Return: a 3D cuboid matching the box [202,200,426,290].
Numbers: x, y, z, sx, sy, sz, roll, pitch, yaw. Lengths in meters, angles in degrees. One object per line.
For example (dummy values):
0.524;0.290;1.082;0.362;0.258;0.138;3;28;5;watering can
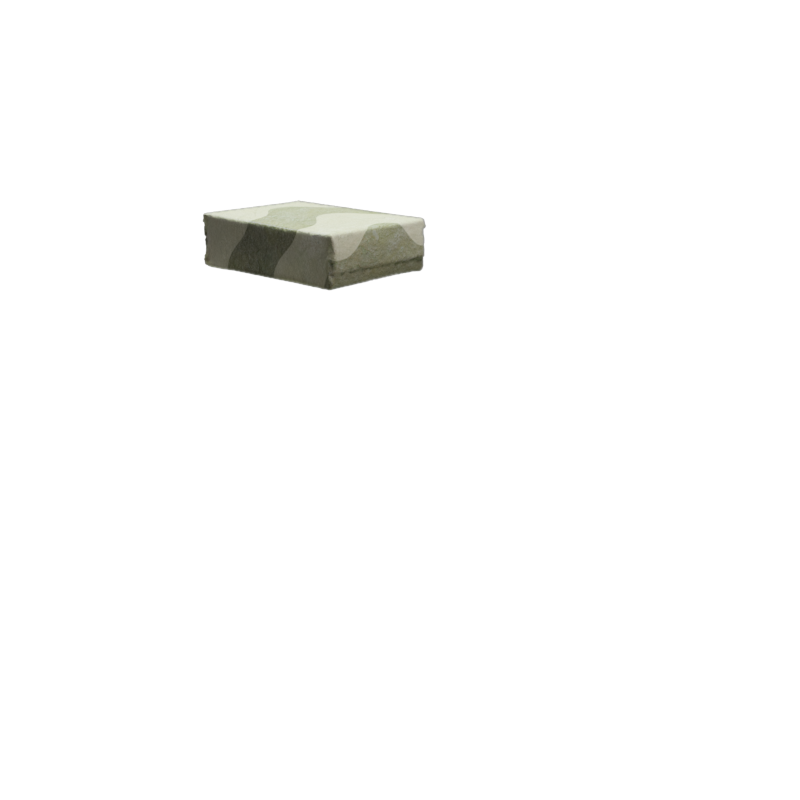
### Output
-0.055;-0.100;0.699;0.119;0.038;0.088;13;19;39;box
